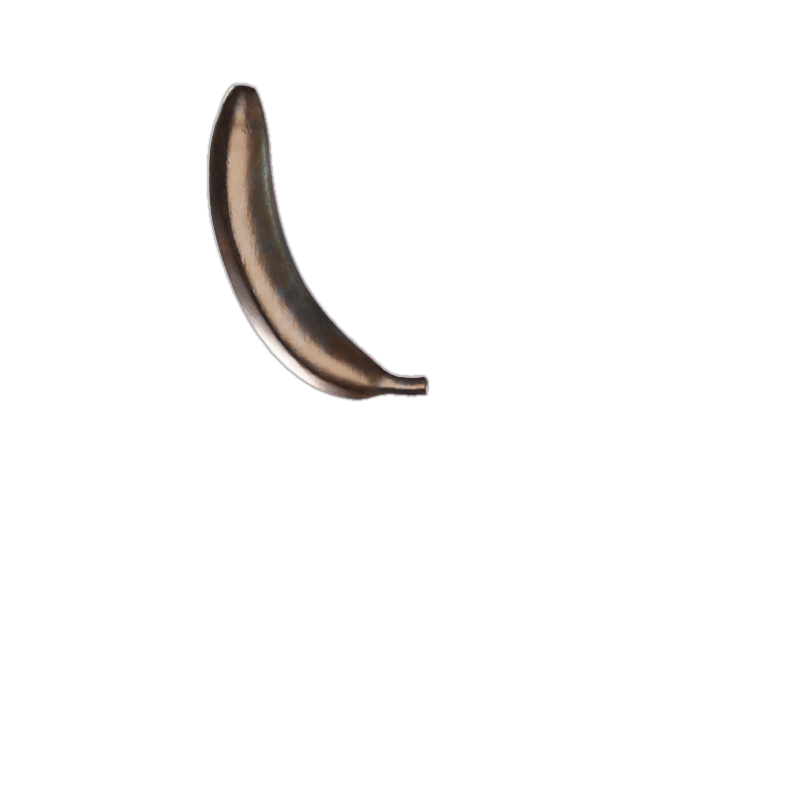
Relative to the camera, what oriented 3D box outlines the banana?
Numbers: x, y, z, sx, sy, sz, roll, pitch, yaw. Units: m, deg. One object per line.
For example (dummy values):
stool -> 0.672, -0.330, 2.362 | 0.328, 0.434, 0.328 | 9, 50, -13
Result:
banana -> -0.062, -0.074, 0.611 | 0.069, 0.195, 0.037 | -31, 5, 3
